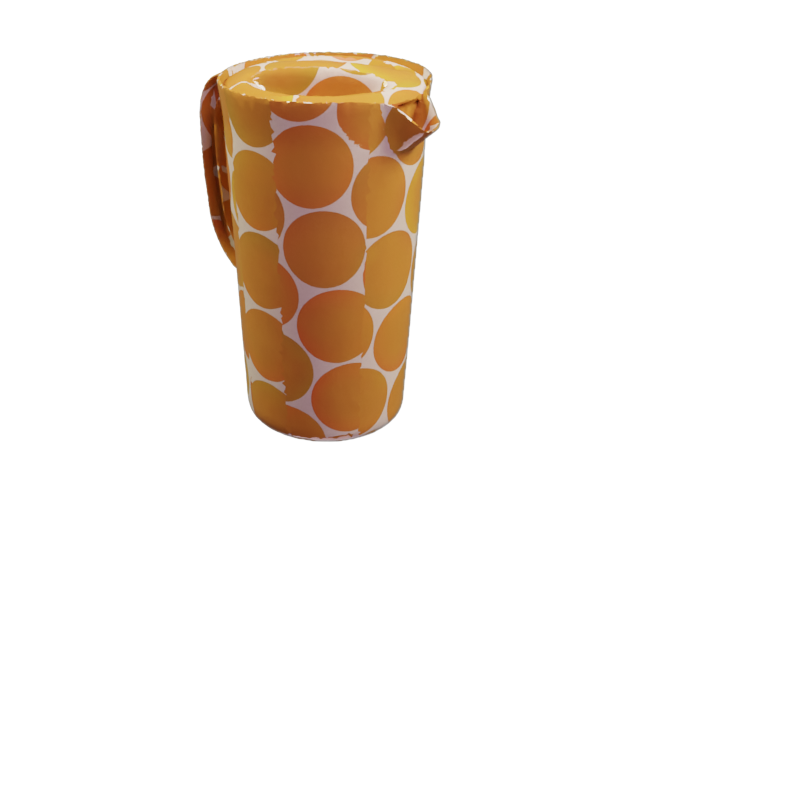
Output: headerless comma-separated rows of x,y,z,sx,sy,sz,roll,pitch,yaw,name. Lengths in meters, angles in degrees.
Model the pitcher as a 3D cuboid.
-0.057,-0.105,0.733,0.144,0.231,0.158,-2,25,-7,pitcher
